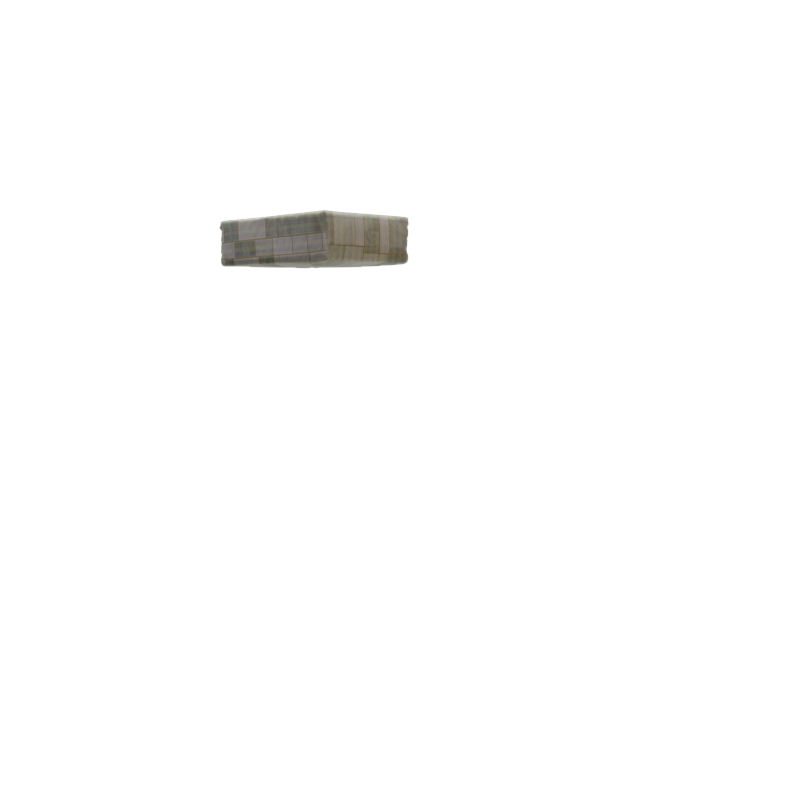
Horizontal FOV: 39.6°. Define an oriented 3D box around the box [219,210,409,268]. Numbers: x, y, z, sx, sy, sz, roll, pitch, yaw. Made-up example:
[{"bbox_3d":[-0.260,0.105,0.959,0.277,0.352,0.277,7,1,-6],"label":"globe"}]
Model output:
[{"bbox_3d":[-0.064,-0.117,0.819,0.118,0.039,0.087,5,7,42],"label":"box"}]
